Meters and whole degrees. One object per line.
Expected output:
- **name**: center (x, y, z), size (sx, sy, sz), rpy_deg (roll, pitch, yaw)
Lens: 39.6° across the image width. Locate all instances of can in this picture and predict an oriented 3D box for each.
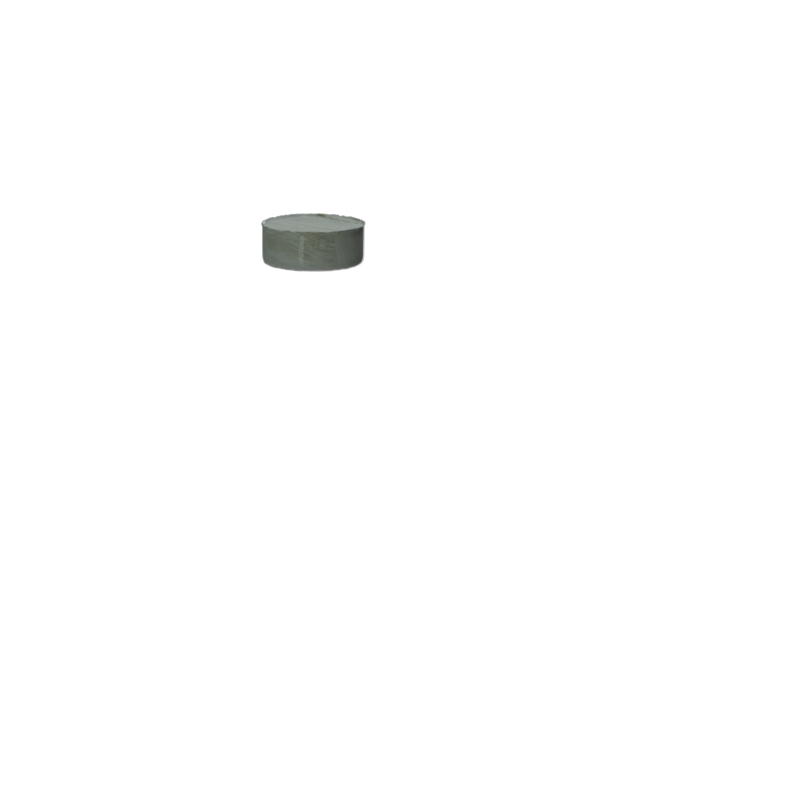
- **can**: center (-0.071, -0.130, 0.913), size (0.086, 0.032, 0.089), rpy_deg (-1, 18, -2)
